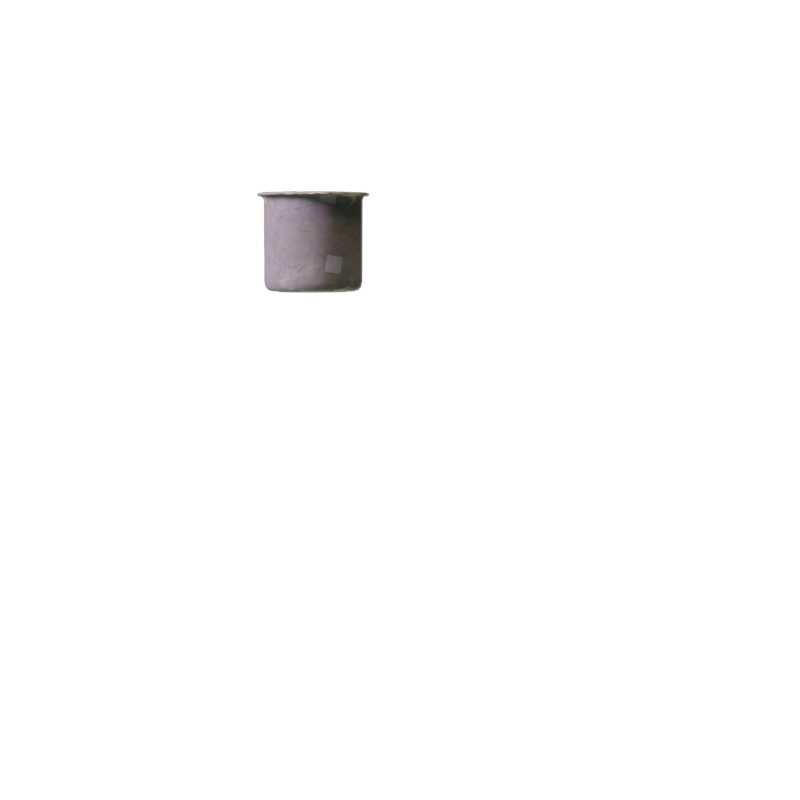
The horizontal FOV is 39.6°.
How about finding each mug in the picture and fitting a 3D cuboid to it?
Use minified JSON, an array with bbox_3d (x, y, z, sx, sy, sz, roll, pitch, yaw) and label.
[{"bbox_3d":[-0.073,-0.133,0.934,0.093,0.081,0.119,0,6,-3],"label":"mug"}]
